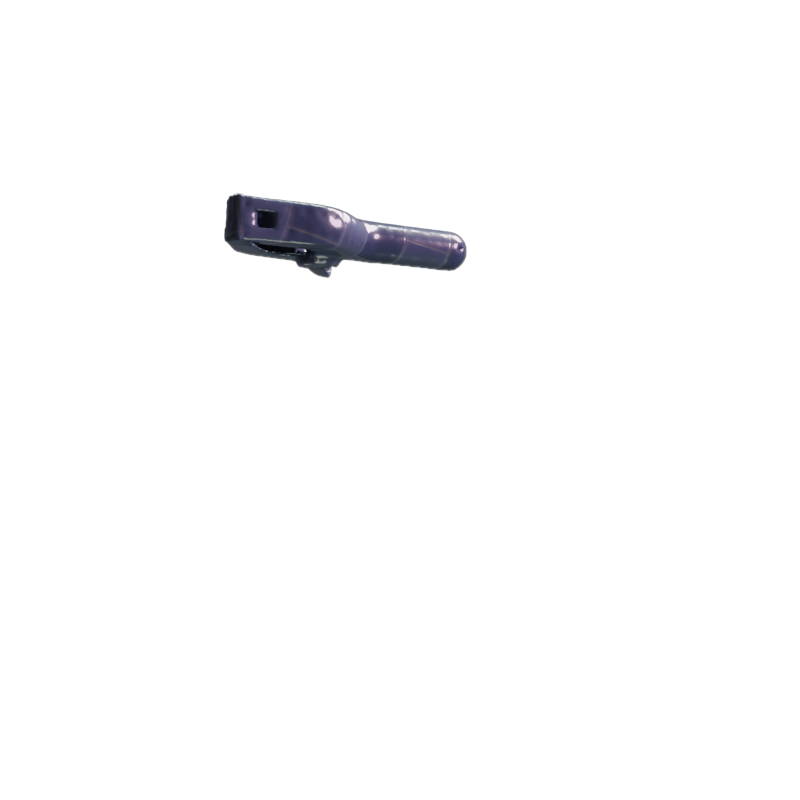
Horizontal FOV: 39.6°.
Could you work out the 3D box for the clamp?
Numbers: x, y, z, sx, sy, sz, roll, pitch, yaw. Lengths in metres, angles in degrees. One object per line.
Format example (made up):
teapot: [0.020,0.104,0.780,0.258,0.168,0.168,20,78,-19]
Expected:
clamp: [-0.054,-0.099,0.693,0.123,0.040,0.163,-8,-11,44]
